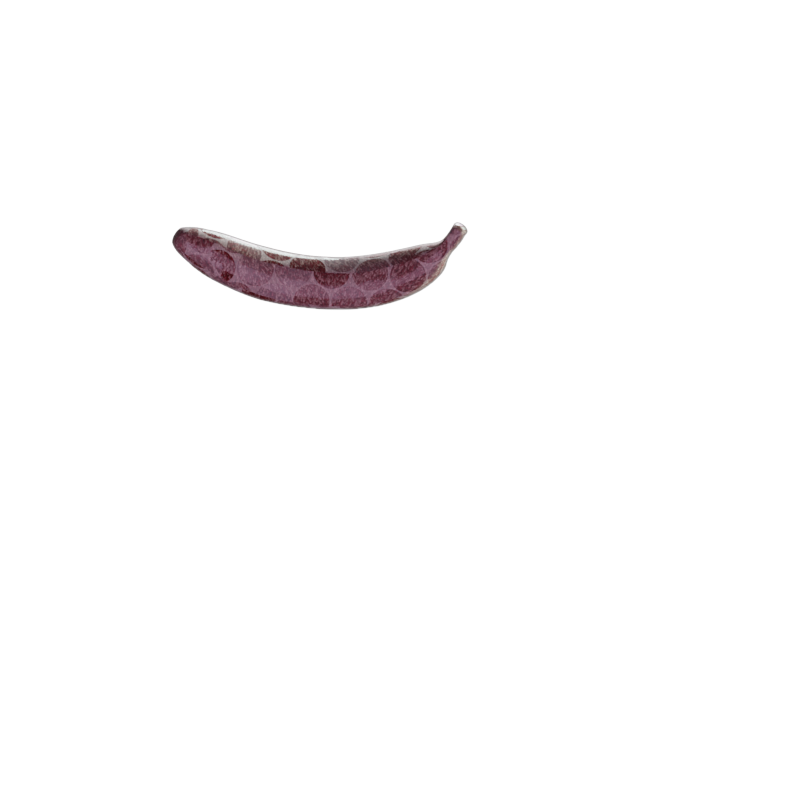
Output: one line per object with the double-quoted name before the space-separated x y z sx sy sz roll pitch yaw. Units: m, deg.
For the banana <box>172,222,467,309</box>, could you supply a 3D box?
"banana" -0.055 -0.093 0.763 0.198 0.065 0.039 -2 31 1
